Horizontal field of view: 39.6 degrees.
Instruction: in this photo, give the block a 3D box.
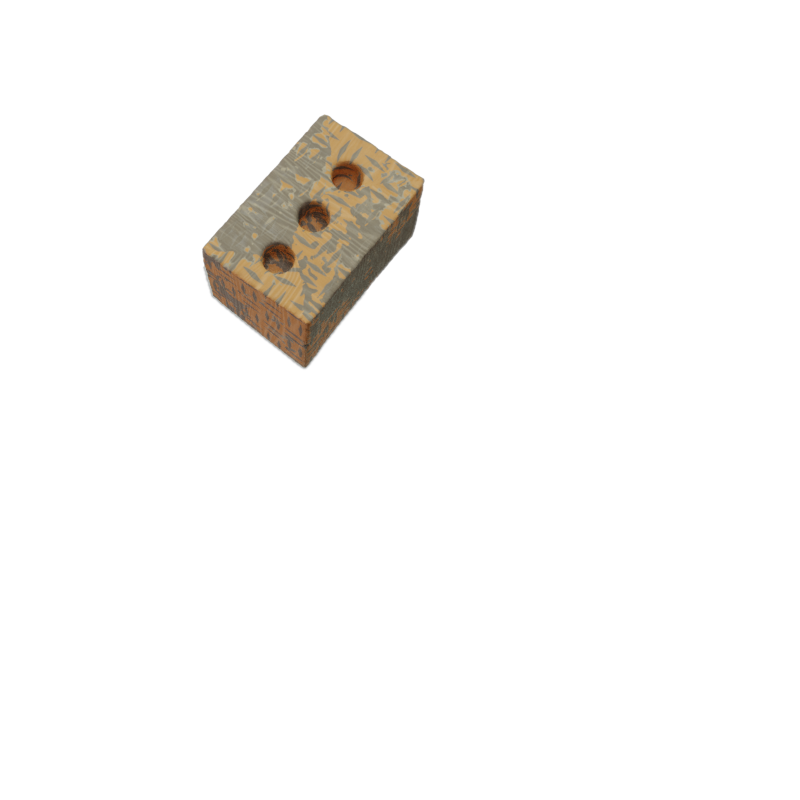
[{"bbox_3d":[-0.035,-0.064,0.448,0.054,0.079,0.049,35,-18,10],"label":"block"}]
